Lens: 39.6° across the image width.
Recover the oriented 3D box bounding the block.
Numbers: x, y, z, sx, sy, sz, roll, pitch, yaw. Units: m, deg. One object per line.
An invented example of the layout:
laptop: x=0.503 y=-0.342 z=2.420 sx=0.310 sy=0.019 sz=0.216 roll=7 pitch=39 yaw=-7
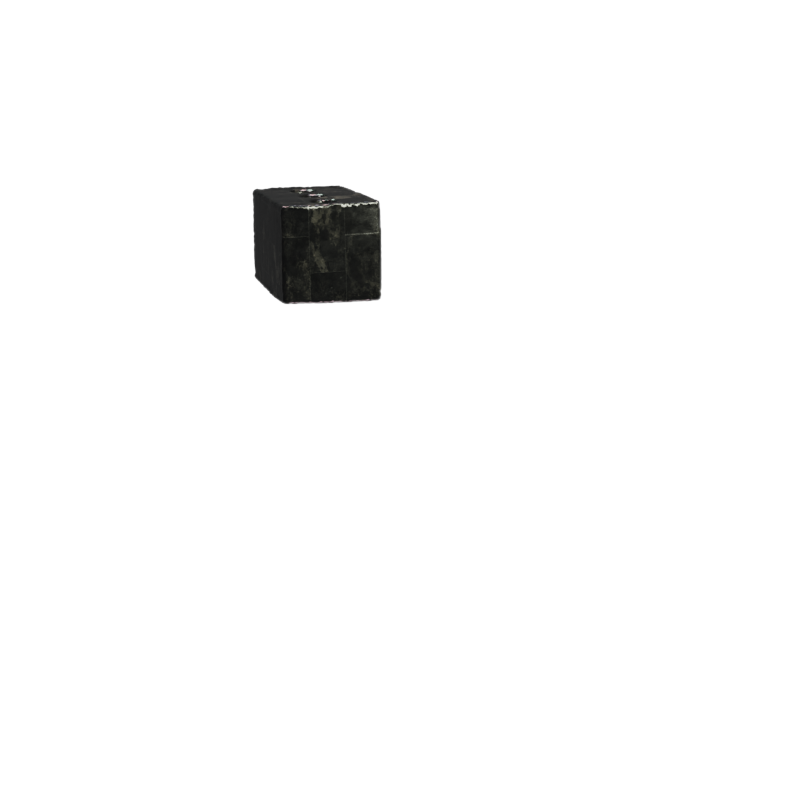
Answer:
block: x=-0.046 y=-0.084 z=0.590 sx=0.052 sy=0.050 sz=0.082 roll=-4 pitch=15 yaw=-17
